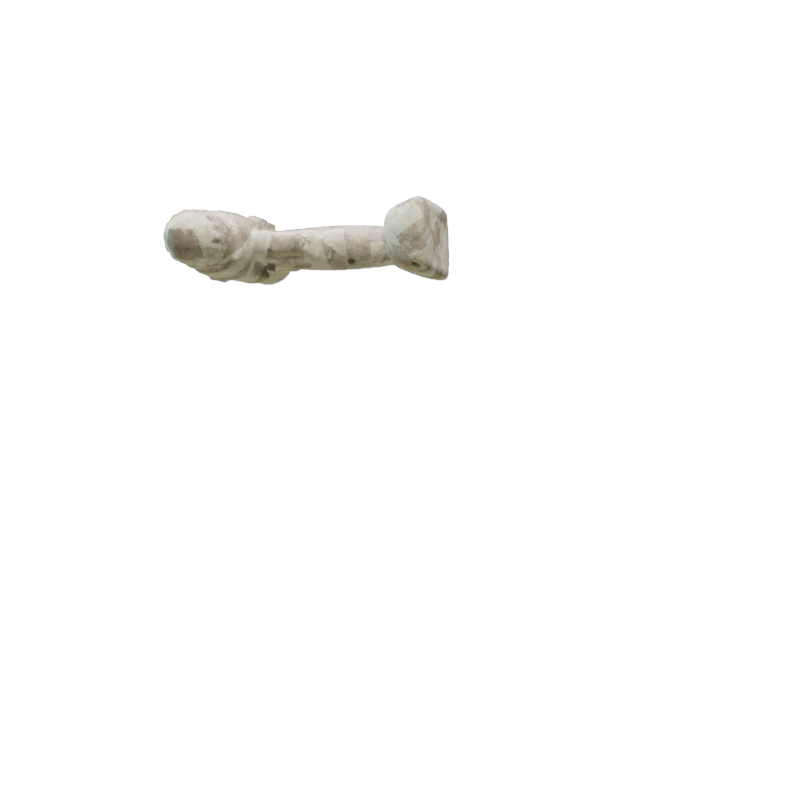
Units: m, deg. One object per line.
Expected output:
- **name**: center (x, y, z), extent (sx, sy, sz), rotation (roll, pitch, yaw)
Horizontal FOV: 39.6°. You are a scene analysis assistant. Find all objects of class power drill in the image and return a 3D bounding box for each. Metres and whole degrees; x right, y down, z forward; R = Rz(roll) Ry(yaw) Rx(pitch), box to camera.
- **power drill**: center (-0.065, -0.119, 0.837), extent (0.192, 0.058, 0.180), rotation (1, 3, 17)
